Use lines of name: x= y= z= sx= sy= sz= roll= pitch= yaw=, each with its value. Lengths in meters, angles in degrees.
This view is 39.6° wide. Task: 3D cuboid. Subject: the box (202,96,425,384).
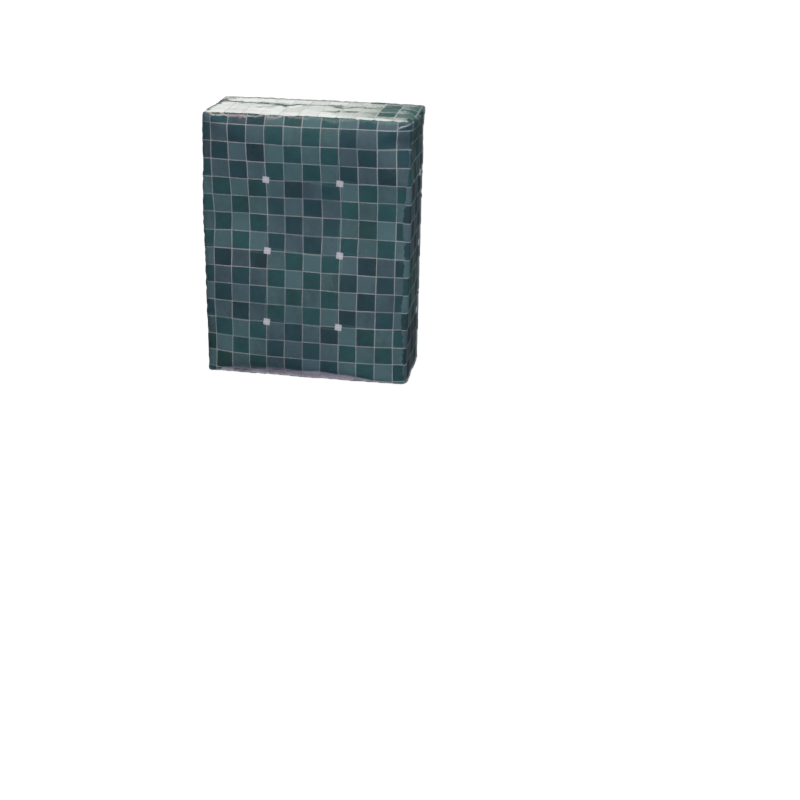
box: x=-0.068 y=-0.124 z=0.871 sx=0.167 sy=0.204 sz=0.074 roll=5 pitch=20 yaw=11
